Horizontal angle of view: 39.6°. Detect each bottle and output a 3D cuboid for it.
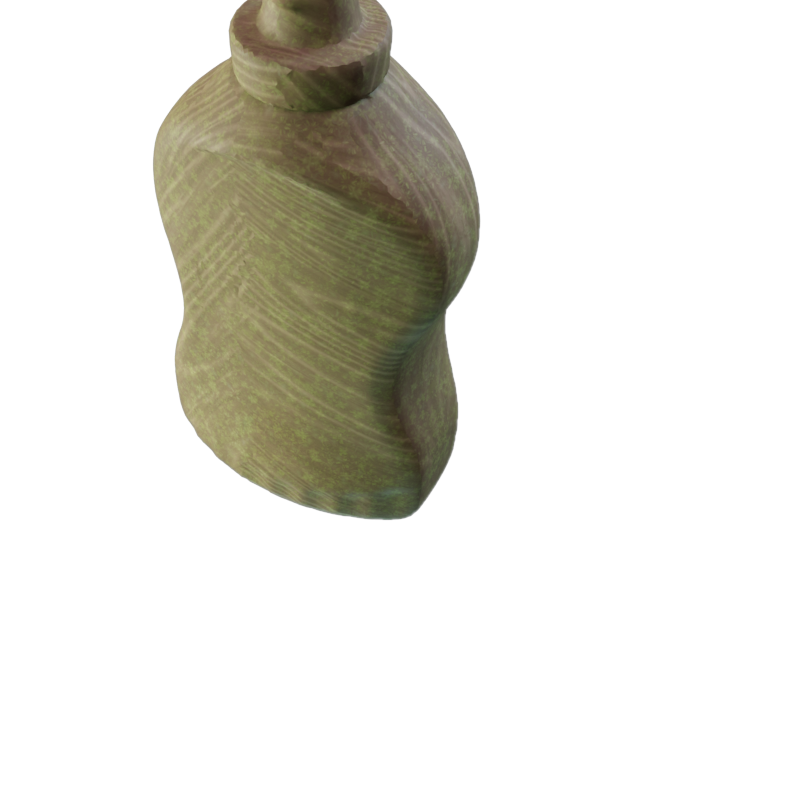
[{"bbox_3d":[-0.026,-0.046,0.326,0.100,0.179,0.060,25,50,19],"label":"bottle"}]
